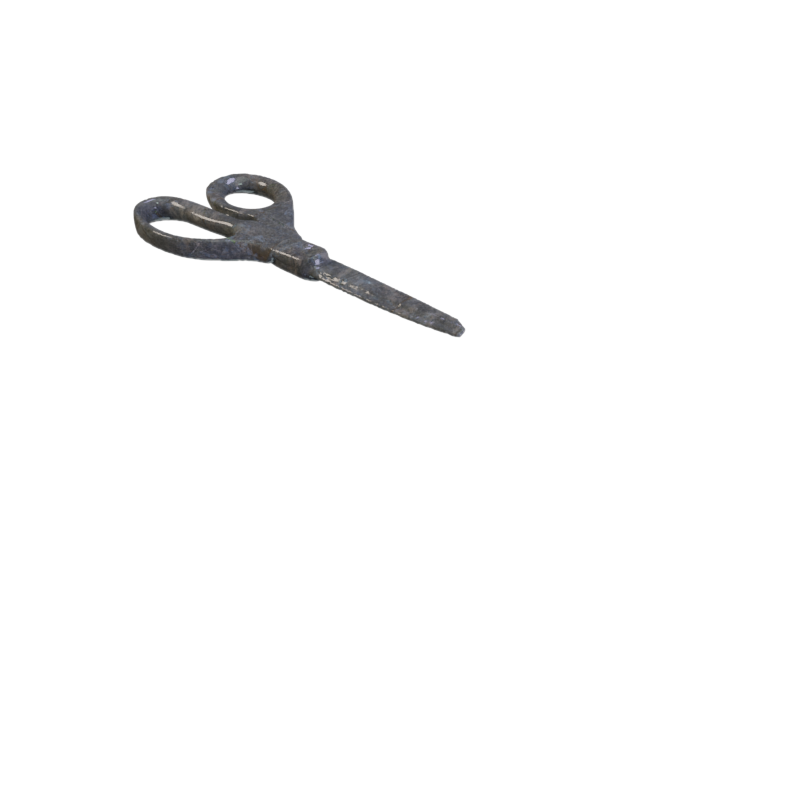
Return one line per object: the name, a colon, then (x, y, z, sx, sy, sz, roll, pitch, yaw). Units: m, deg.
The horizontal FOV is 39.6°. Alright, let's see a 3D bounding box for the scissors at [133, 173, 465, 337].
scissors: (-0.046, -0.083, 0.582, 0.210, 0.015, 0.098, 16, 38, 22)
